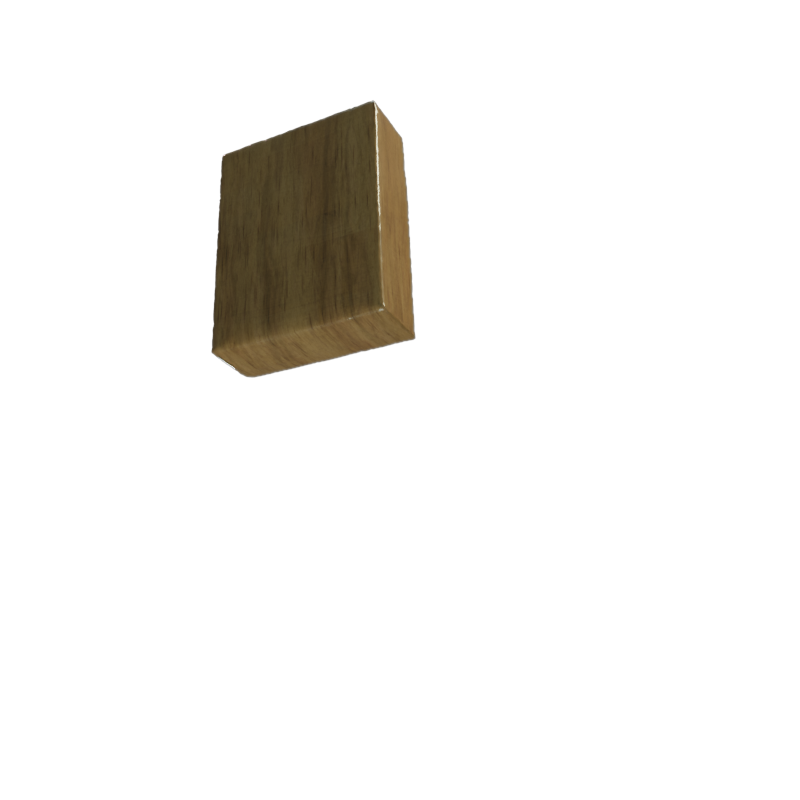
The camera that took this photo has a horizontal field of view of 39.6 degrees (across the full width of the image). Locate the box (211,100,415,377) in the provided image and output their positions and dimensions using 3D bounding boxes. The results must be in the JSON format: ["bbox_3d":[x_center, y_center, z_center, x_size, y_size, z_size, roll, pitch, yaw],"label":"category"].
[{"bbox_3d":[-0.077,-0.140,0.978,0.166,0.228,0.066,-15,-33,22],"label":"box"}]
